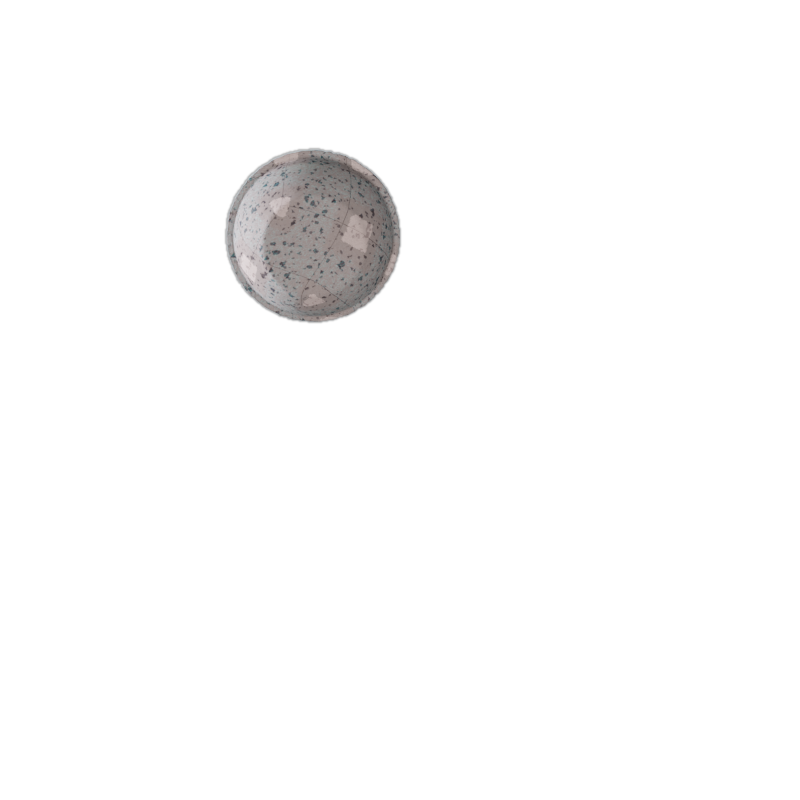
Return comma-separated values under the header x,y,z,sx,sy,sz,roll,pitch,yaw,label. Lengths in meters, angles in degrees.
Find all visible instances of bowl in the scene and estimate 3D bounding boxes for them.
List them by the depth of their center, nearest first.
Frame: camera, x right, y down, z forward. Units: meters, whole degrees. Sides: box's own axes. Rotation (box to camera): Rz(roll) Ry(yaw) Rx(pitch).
x,y,z,sx,sy,sz,roll,pitch,yaw,label
-0.078,-0.143,0.998,0.162,0.158,0.056,0,11,-1,bowl
